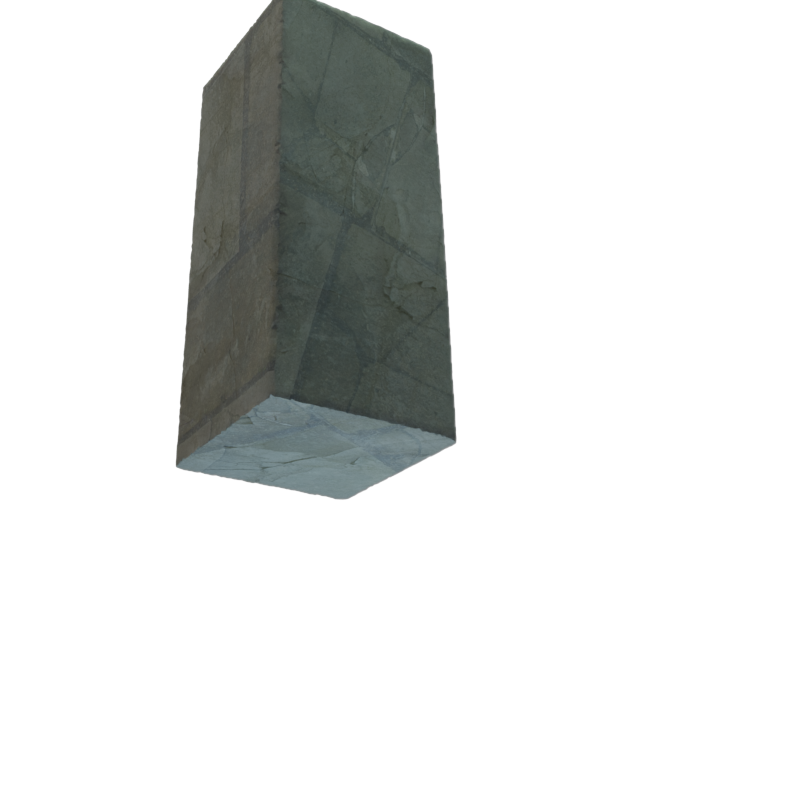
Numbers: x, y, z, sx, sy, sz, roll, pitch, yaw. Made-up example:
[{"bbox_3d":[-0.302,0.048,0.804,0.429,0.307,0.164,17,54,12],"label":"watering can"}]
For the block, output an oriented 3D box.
[{"bbox_3d":[-0.039,-0.073,0.513,0.086,0.219,0.089,16,-33,-29],"label":"block"}]
